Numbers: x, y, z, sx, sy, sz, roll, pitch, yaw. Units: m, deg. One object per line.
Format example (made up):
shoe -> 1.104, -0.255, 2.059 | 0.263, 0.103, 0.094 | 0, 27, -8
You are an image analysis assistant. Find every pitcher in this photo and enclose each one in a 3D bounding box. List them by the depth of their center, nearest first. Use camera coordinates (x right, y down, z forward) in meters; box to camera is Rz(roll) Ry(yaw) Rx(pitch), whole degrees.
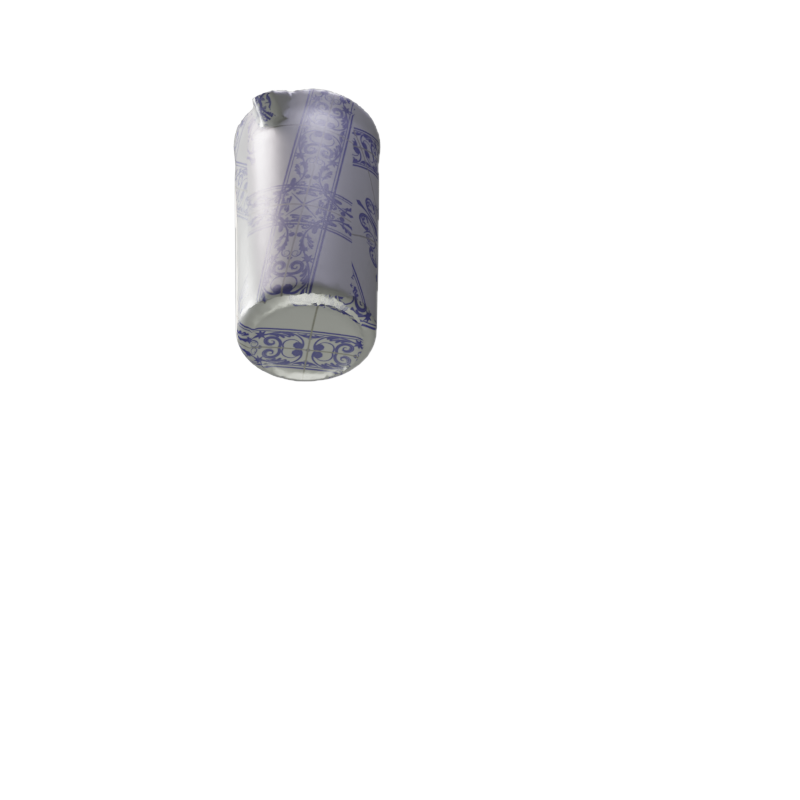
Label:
pitcher -> -0.073, -0.133, 0.931 | 0.145, 0.261, 0.138 | 12, -44, -16
